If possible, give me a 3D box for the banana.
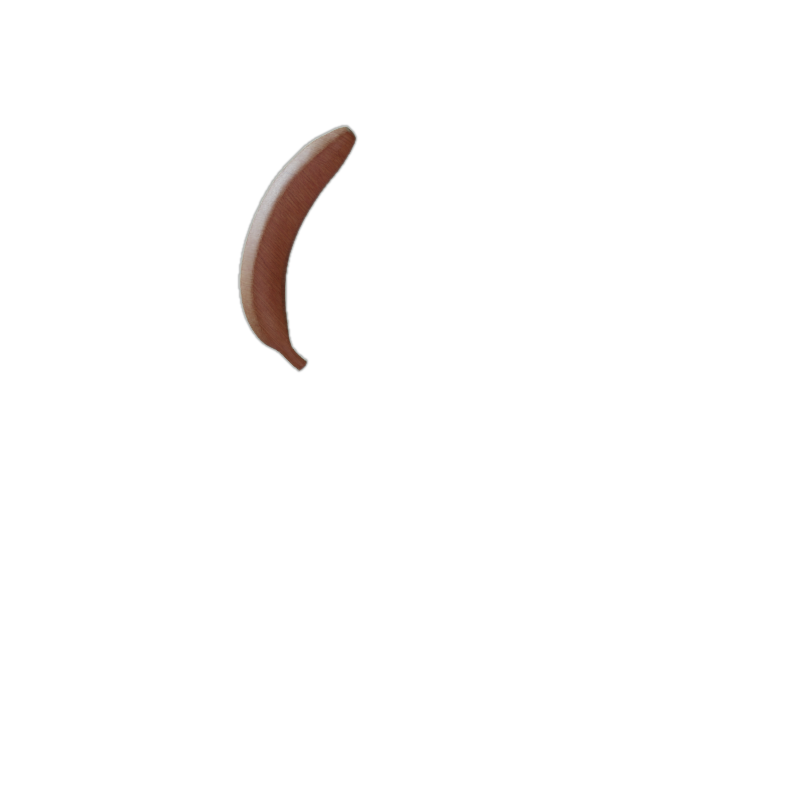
[{"bbox_3d":[-0.088,-0.126,0.886,0.069,0.195,0.037,12,7,-3],"label":"banana"}]
